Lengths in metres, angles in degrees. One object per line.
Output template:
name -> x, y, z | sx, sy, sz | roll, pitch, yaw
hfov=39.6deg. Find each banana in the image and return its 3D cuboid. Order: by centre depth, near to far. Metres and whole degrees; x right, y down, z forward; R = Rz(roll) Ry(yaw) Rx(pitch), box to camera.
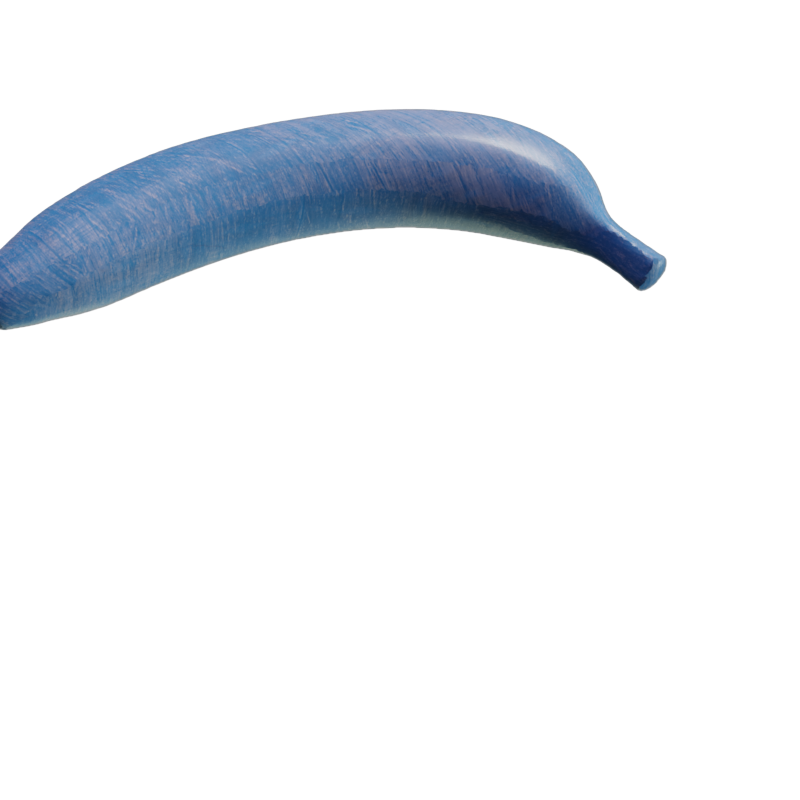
banana -> -0.025, -0.058, 0.330 | 0.196, 0.034, 0.075 | -6, 40, -7
